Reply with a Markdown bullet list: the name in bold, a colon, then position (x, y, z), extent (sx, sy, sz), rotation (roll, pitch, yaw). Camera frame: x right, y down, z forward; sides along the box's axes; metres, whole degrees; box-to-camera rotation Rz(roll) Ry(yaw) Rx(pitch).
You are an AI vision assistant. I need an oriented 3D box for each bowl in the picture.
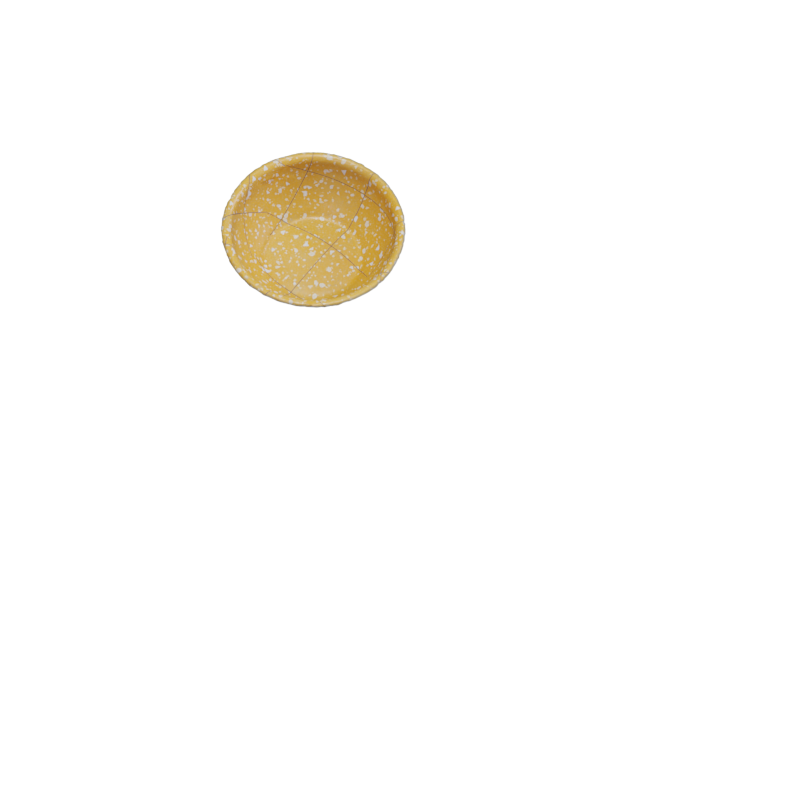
- **bowl**: position (-0.078, -0.142, 0.993), extent (0.162, 0.173, 0.052), rotation (-1, -30, -1)
